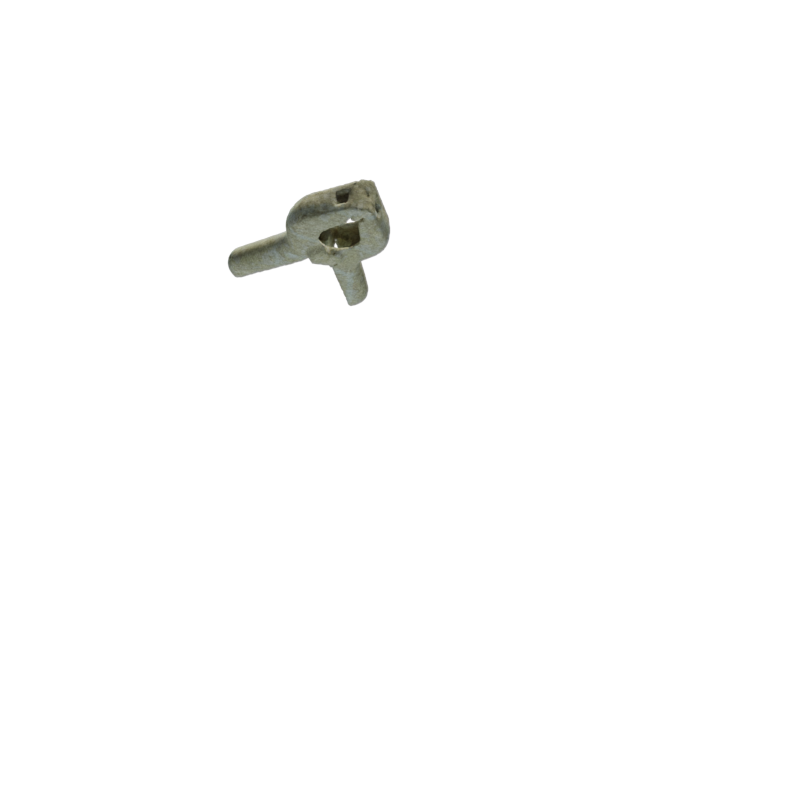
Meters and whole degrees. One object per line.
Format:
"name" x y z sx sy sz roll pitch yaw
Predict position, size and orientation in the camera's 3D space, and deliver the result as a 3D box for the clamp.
"clamp" -0.068 -0.123 0.864 0.118 0.041 0.165 5 -24 -13
